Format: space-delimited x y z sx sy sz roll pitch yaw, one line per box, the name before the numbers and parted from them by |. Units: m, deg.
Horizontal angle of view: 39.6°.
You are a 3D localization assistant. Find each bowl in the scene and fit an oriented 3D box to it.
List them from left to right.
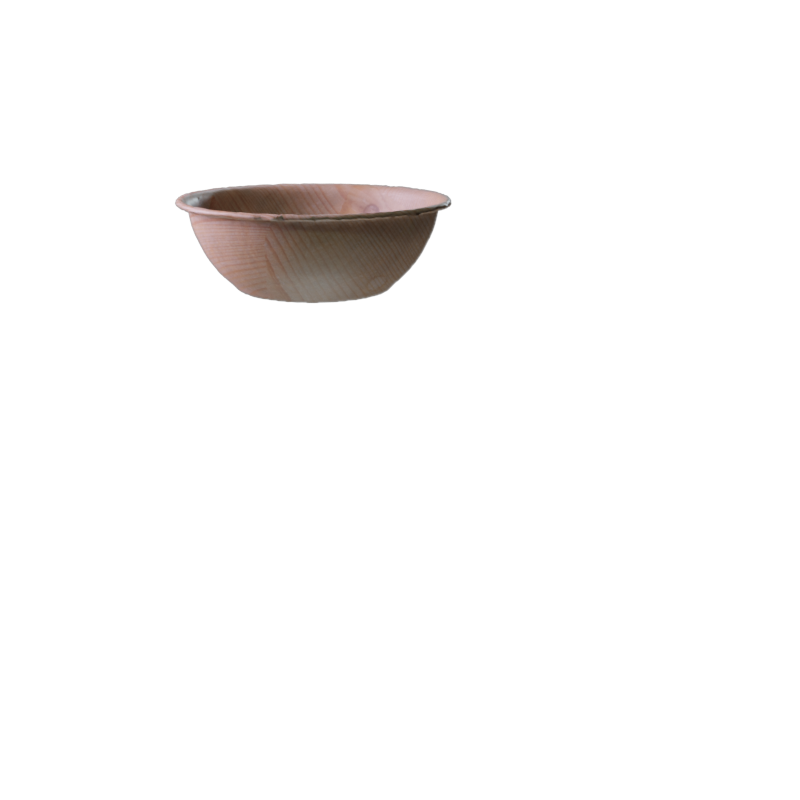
bowl | -0.051 -0.094 0.655 0.162 0.053 0.168 -1 17 -2
